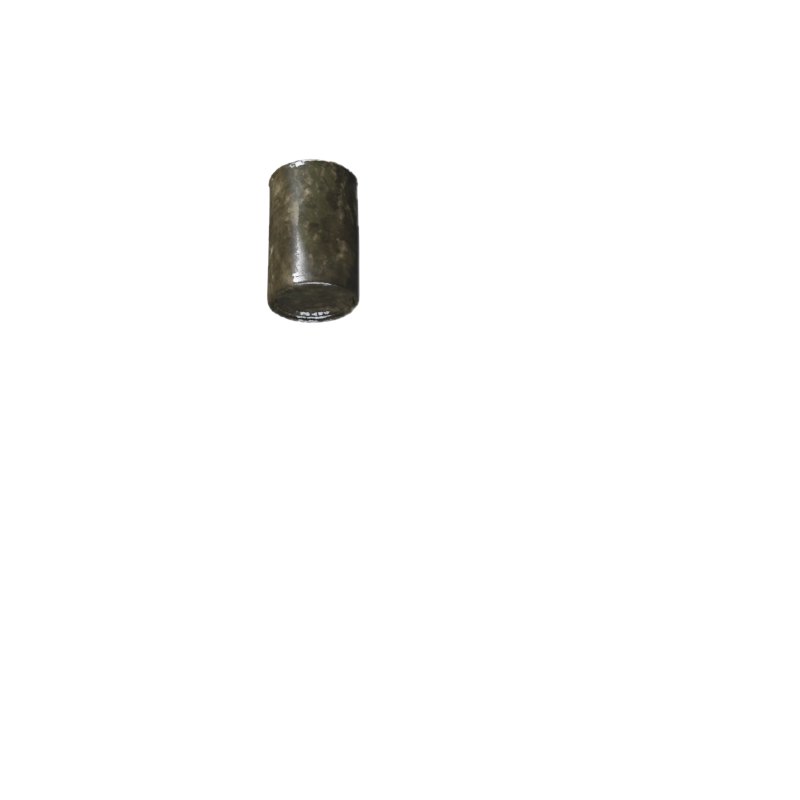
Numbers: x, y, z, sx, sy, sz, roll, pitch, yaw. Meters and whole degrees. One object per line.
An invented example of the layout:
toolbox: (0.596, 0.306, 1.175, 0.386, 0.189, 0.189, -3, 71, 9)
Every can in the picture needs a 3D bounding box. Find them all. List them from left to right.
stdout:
can: (-0.064, -0.117, 0.816, 0.068, 0.108, 0.065, 0, -26, -2)
